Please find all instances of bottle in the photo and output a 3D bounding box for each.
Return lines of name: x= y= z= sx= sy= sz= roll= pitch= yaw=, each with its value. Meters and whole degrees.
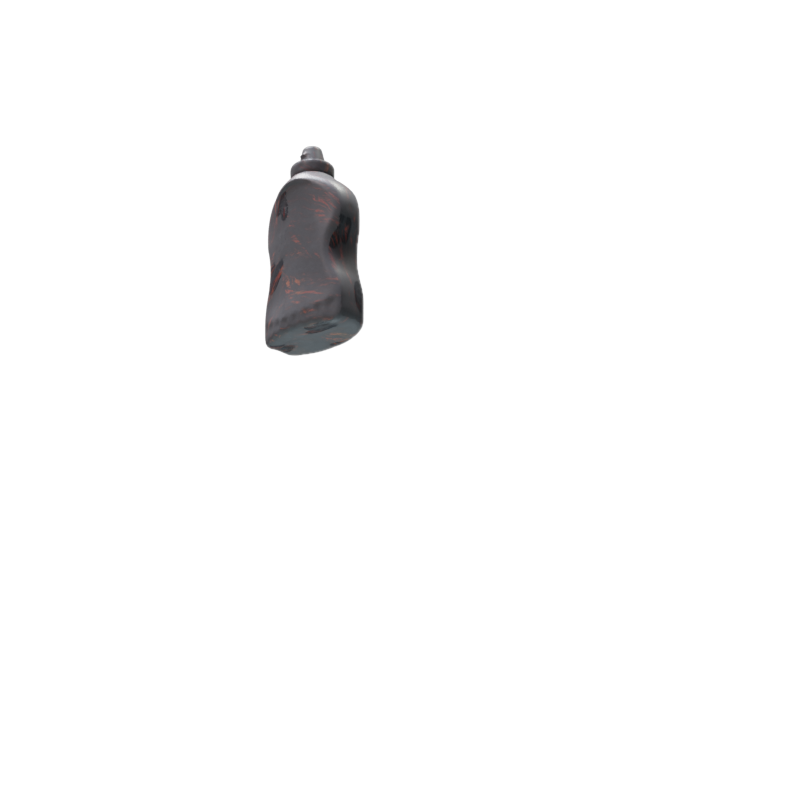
bottle: x=-0.078 y=-0.143 z=0.997 sx=0.096 sy=0.203 sz=0.055 roll=-24 pitch=-33 yaw=39
